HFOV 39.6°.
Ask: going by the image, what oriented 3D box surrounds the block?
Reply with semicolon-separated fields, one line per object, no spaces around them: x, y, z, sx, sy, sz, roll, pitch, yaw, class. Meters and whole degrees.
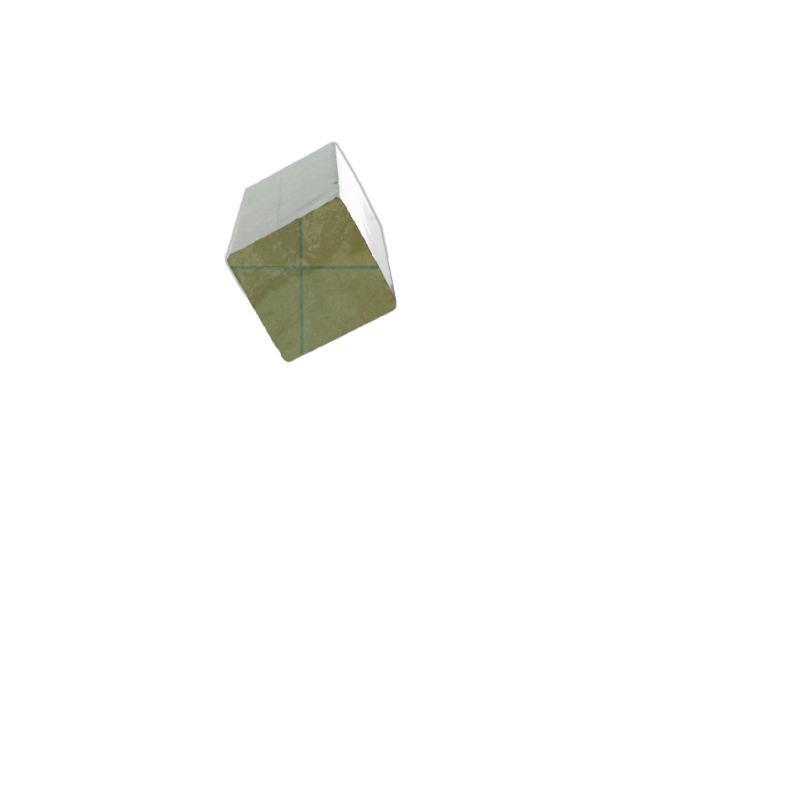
-0.066;-0.120;0.847;0.091;0.086;0.216;-27;21;7;block
